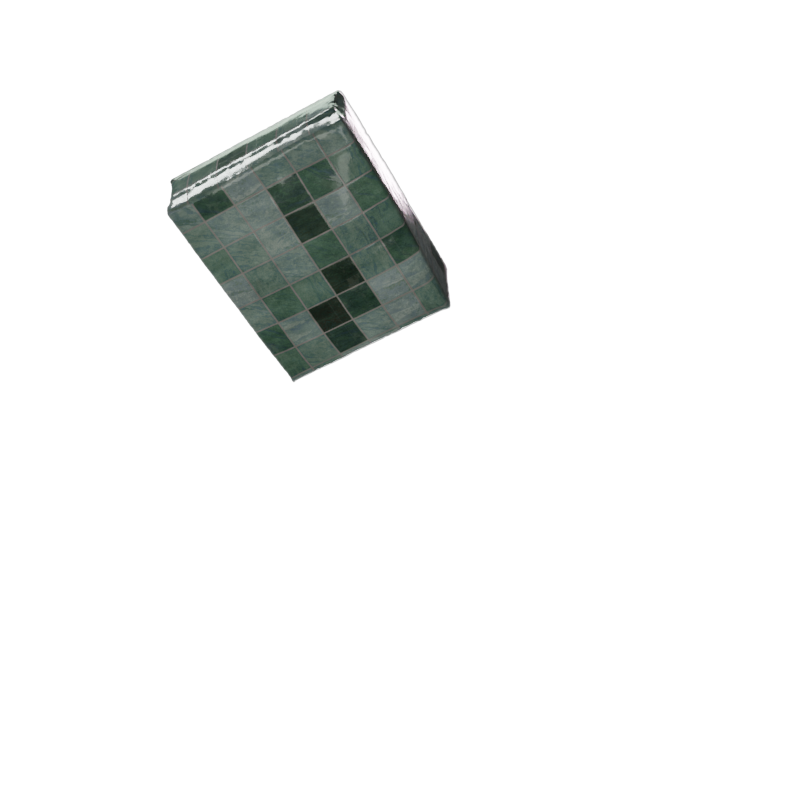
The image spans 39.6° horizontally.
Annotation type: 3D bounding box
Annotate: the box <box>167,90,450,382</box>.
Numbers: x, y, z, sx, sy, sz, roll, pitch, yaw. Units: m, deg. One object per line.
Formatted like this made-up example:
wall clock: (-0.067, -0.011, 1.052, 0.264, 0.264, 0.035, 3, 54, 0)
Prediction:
box: (-0.040, -0.073, 0.511, 0.090, 0.106, 0.041, -25, 29, 14)
